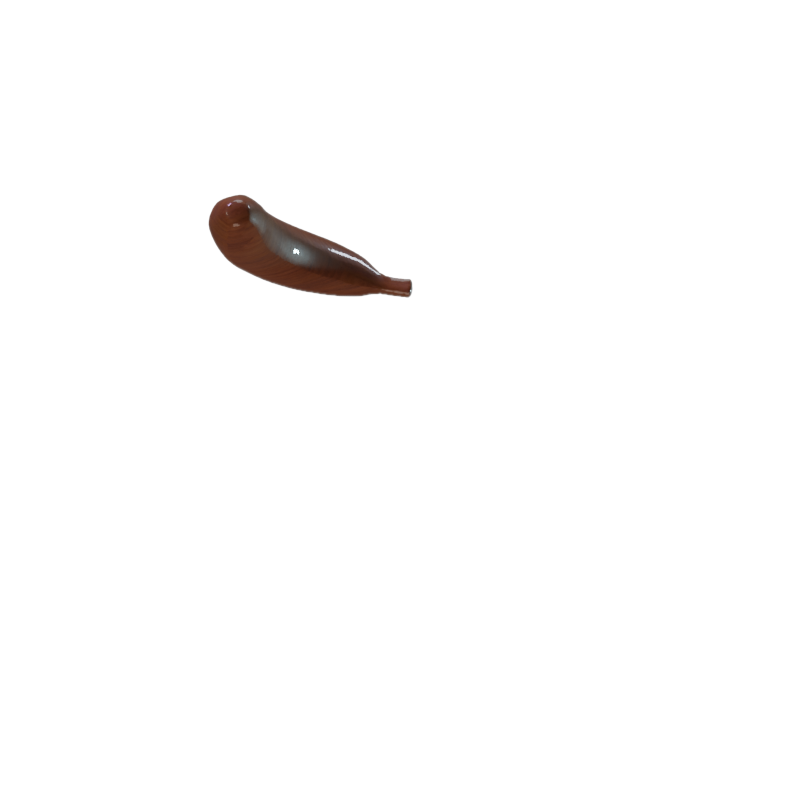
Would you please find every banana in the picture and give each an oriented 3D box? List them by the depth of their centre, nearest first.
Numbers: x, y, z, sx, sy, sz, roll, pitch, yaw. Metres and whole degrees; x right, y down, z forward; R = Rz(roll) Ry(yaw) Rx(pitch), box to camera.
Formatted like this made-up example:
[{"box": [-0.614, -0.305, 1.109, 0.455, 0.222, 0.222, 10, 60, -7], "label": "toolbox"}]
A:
[{"box": [-0.066, -0.093, 0.677, 0.071, 0.038, 0.187, -5, -9, 30], "label": "banana"}]
